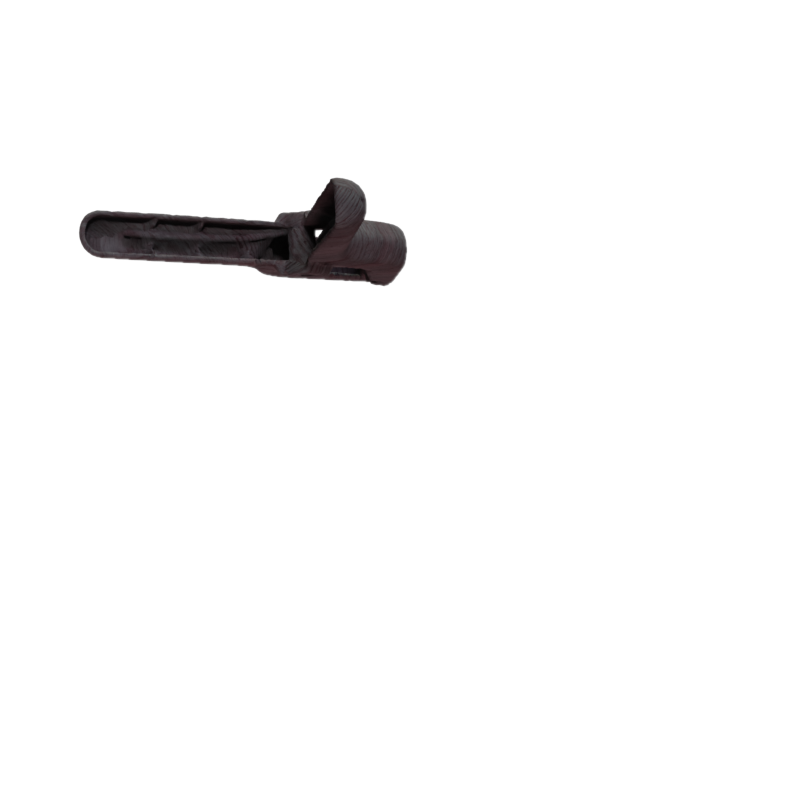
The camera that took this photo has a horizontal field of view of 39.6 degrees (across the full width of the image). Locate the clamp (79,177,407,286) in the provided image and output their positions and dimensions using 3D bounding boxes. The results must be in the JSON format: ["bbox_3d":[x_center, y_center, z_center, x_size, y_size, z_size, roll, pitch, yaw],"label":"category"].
[{"bbox_3d":[-0.049,-0.088,0.620,0.170,0.037,0.201,-1,-1,34],"label":"clamp"}]
